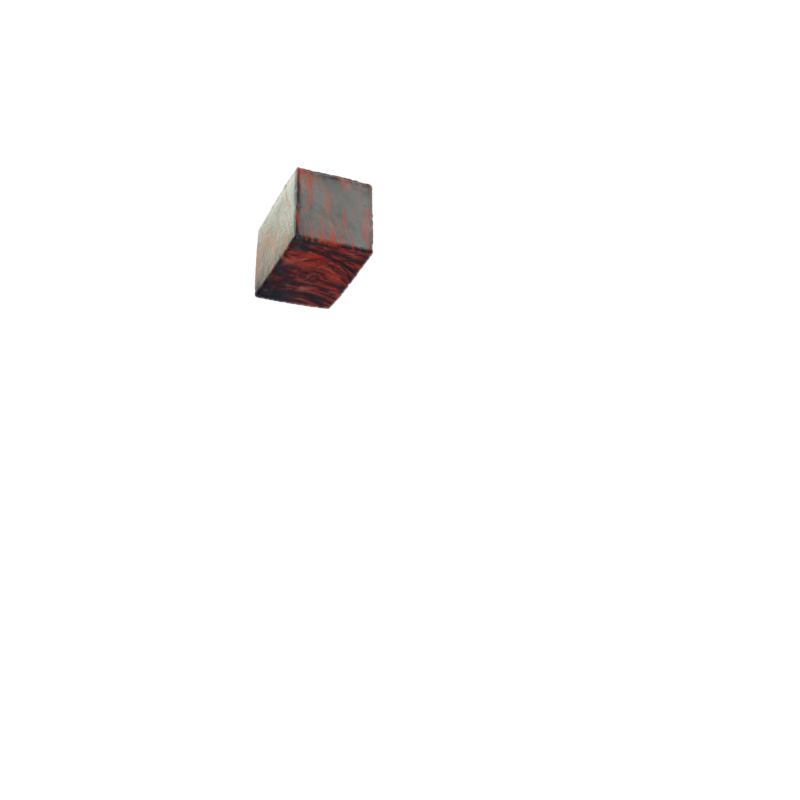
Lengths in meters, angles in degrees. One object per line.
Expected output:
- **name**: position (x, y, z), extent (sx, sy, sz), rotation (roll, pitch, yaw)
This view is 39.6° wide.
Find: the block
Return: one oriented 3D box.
- **block**: position (-0.055, -0.100, 0.700), extent (0.051, 0.054, 0.076), rotation (11, -30, -22)
